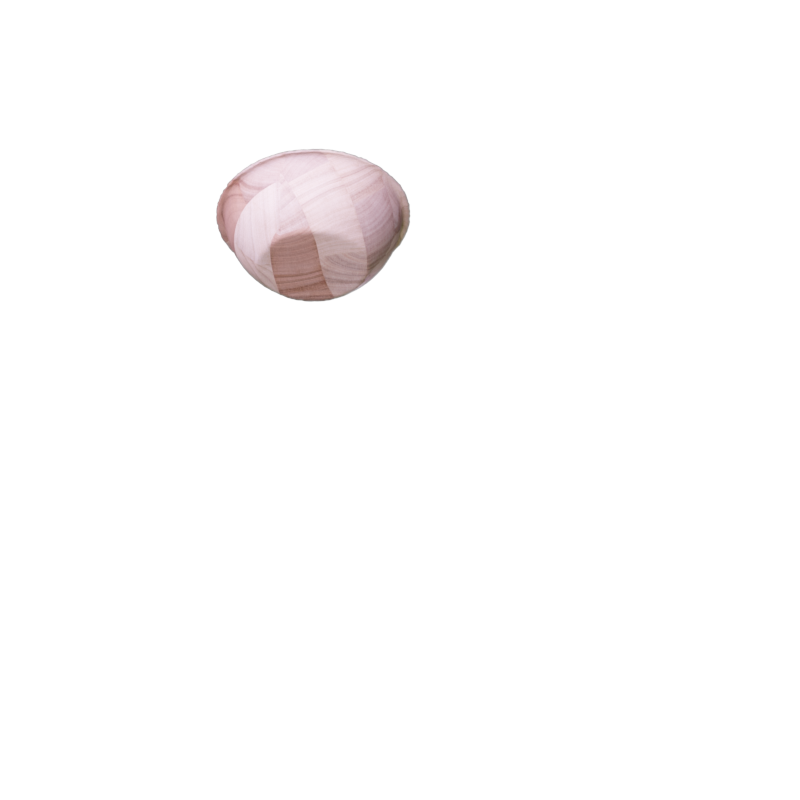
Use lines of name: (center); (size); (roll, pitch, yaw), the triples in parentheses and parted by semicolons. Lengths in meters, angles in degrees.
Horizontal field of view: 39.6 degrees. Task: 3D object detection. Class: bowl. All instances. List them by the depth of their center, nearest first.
bowl: (-0.071, -0.129, 0.906); (0.162, 0.059, 0.151); (1, -36, -2)
